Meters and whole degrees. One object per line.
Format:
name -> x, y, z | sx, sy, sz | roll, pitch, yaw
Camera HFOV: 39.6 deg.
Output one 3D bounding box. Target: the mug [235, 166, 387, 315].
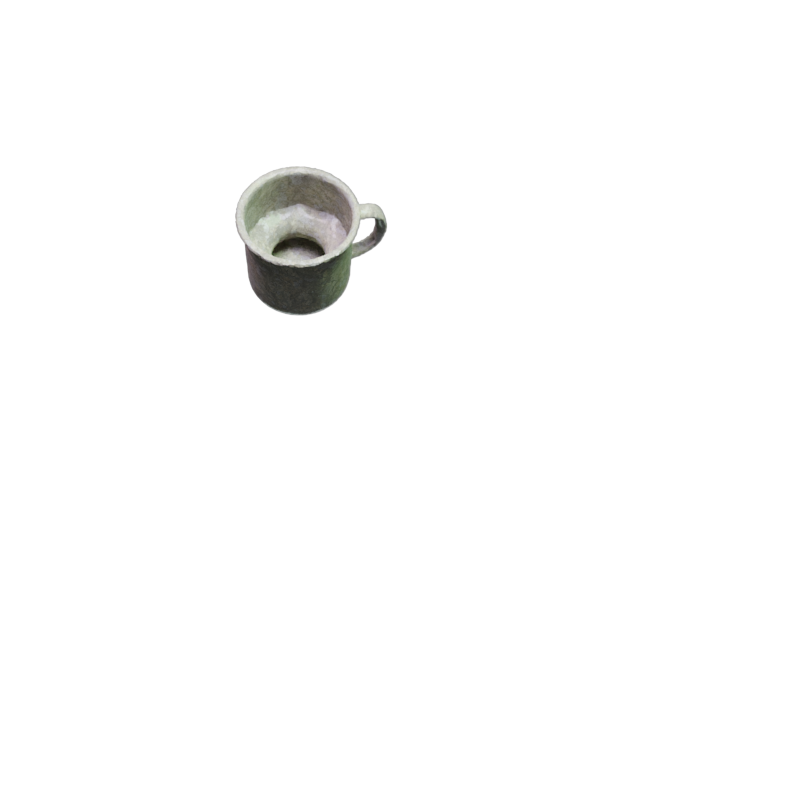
mug -> -0.067, -0.122, 0.854 | 0.116, 0.100, 0.076 | -17, -30, -12
